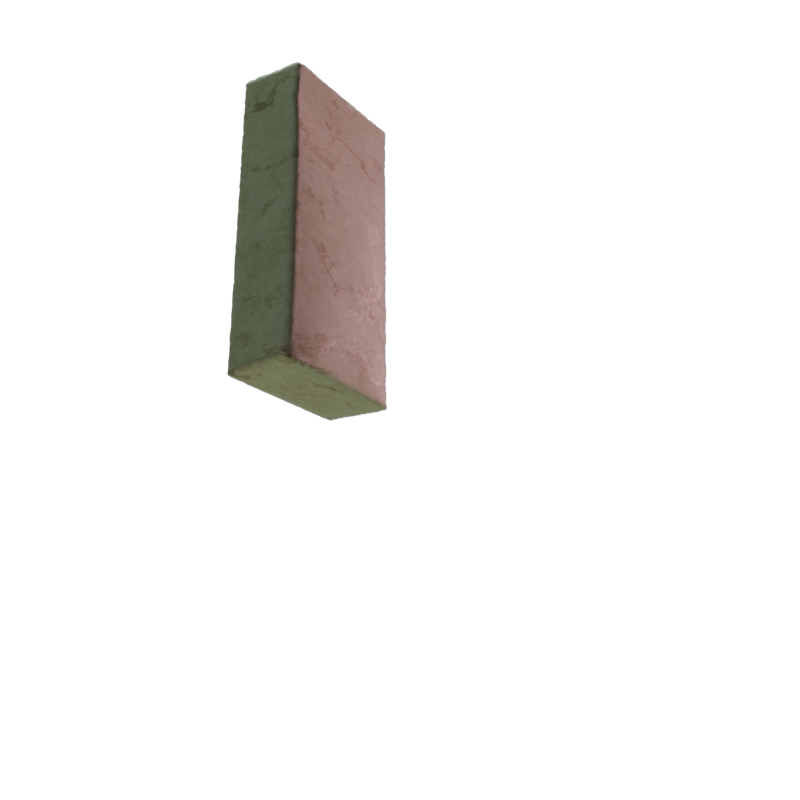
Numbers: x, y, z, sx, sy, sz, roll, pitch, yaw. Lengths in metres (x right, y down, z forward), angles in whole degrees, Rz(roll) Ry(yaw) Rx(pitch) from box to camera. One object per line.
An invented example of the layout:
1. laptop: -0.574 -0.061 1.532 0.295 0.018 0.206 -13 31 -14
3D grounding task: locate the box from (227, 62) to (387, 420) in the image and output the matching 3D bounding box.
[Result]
1. box: -0.048 -0.087 0.613 0.049 0.187 0.087 -18 -30 29
